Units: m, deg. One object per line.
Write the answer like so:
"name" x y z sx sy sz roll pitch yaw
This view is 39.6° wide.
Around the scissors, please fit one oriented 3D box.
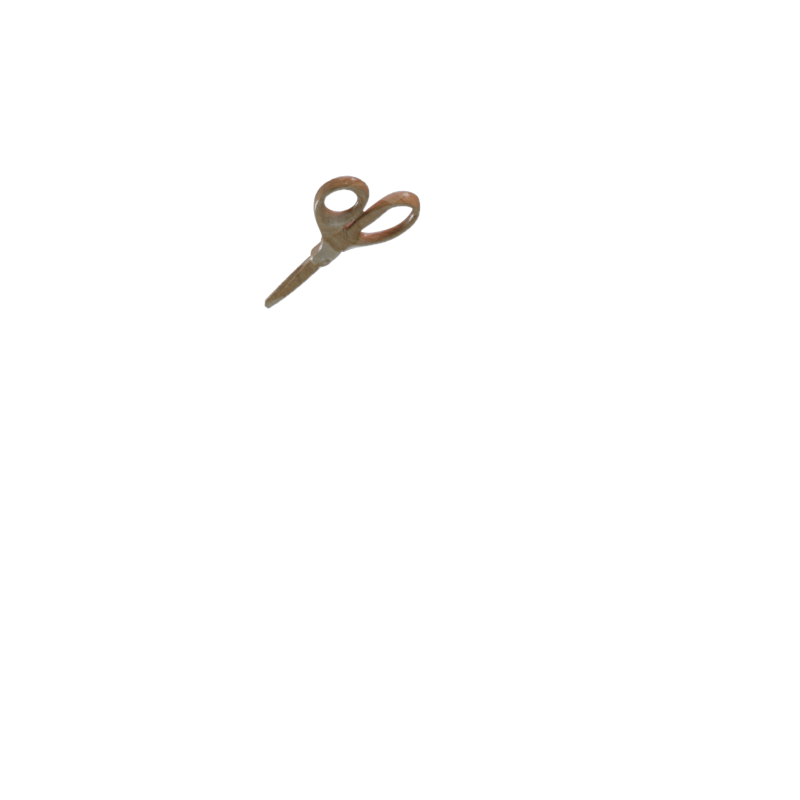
"scissors" -0.075 -0.136 0.955 0.202 0.017 0.090 -23 -39 32
